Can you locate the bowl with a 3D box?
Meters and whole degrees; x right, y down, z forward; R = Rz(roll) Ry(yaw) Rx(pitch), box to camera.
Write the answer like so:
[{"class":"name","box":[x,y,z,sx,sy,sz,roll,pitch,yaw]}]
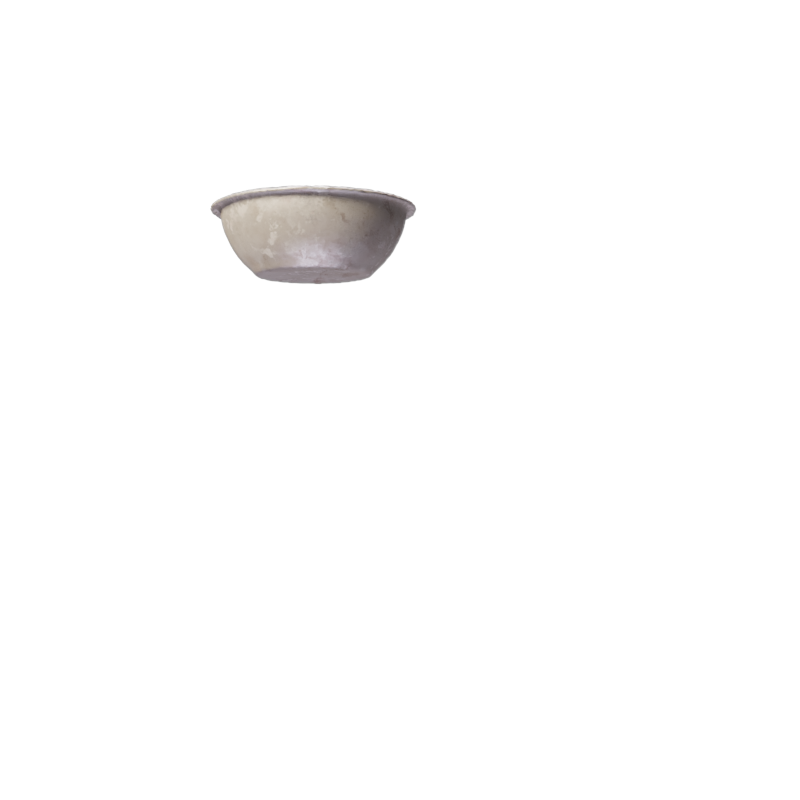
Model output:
[{"class":"bowl","box":[-0.068,-0.124,0.872,0.162,0.056,0.160,0,-3,-2]}]
